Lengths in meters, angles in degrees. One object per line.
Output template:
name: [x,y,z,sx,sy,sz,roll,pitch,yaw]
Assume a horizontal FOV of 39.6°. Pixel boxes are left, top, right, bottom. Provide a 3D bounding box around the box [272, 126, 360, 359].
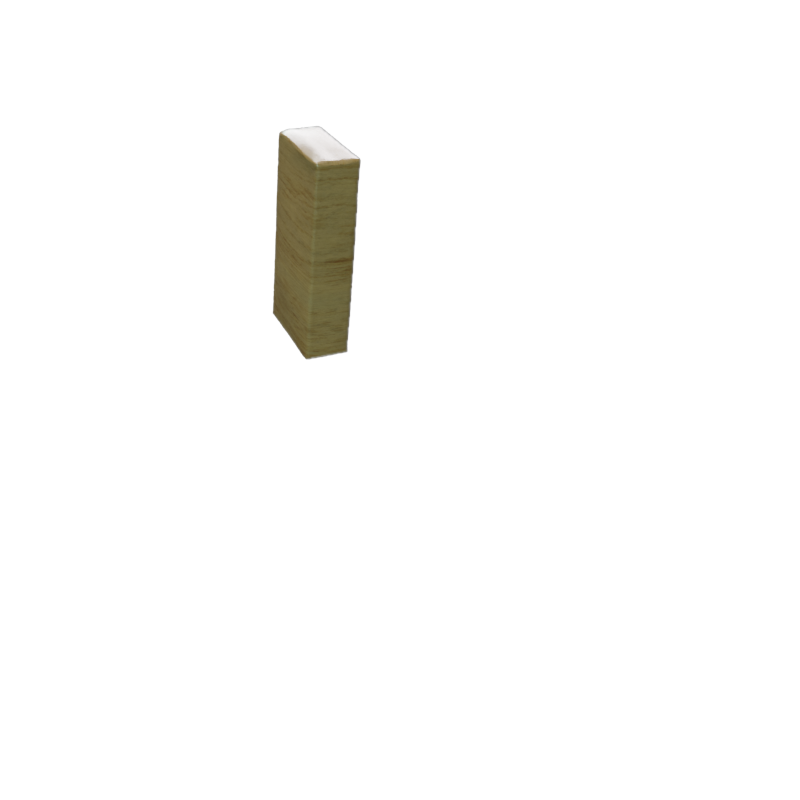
box: [-0.074,-0.134,0.937,0.047,0.167,0.100,-9,28,-22]
